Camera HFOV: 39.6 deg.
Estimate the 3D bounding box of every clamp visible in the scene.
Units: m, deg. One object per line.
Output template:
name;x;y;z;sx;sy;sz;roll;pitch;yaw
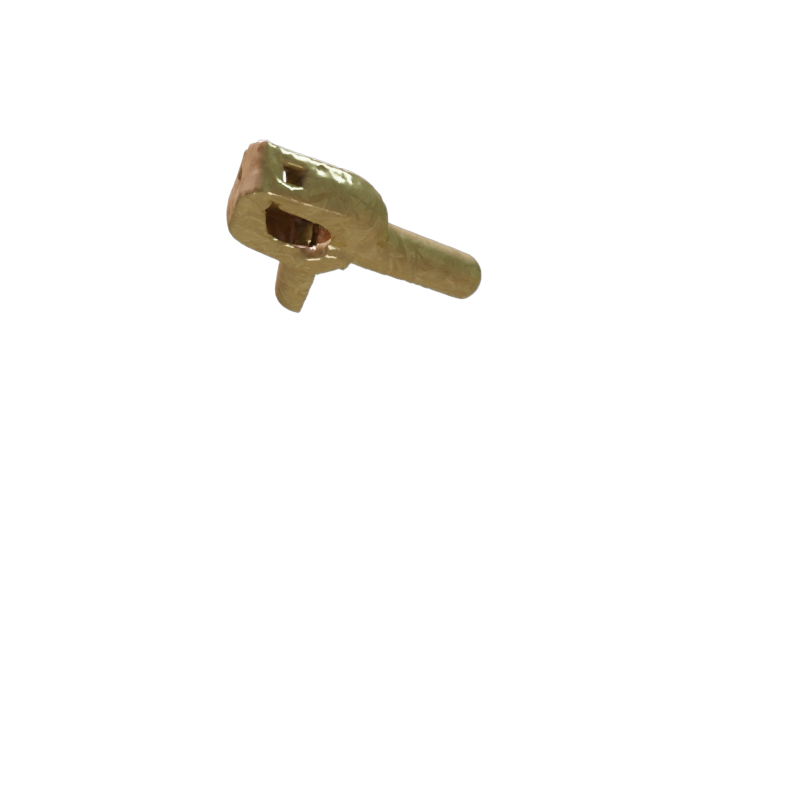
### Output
clamp;-0.045;-0.082;0.574;0.122;0.041;0.160;-13;-25;28
